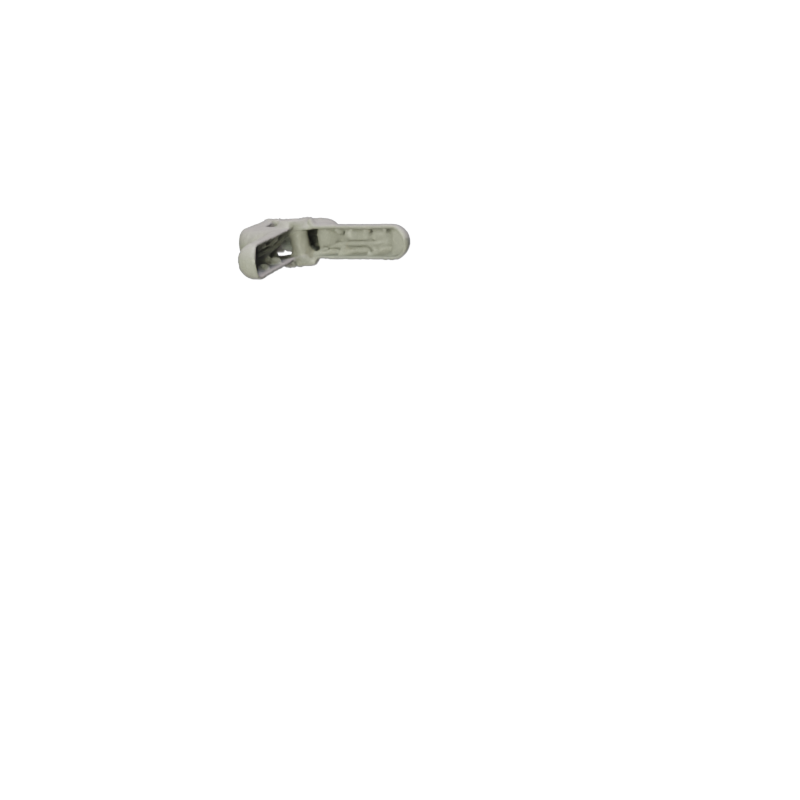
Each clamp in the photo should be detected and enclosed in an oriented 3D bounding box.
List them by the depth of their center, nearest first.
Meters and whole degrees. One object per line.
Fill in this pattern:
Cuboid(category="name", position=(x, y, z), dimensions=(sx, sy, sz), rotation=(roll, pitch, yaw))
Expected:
Cuboid(category="clamp", position=(-0.064, -0.117, 0.821), dimensions=(0.119, 0.038, 0.178), rotation=(-3, 16, -10))
